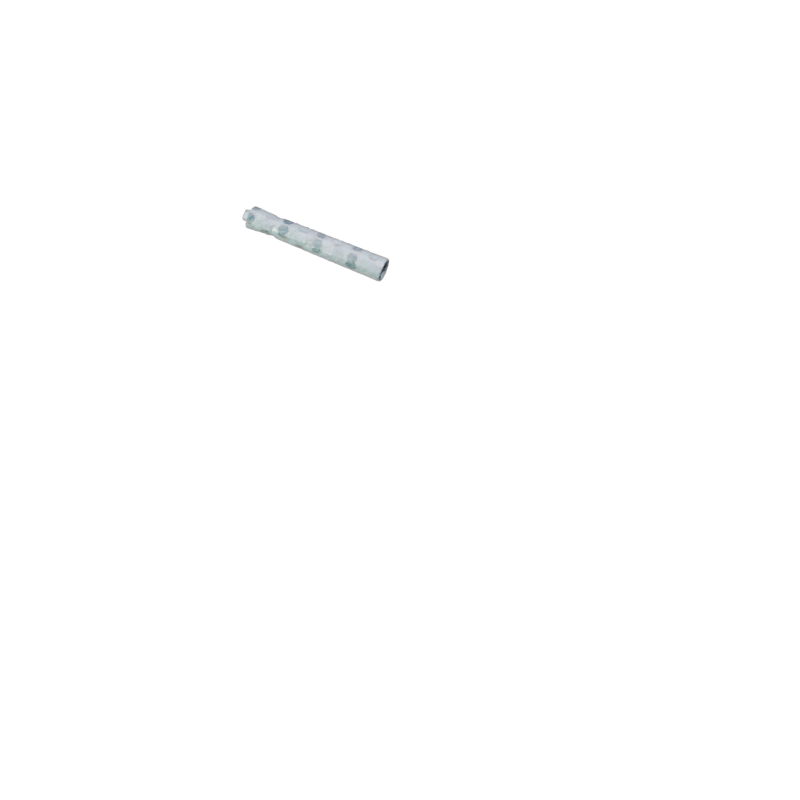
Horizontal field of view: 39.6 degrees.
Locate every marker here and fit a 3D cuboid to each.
[{"bbox_3d":[-0.067,-0.122,0.854,0.125,0.019,0.019,24,10,16],"label":"marker"}]
